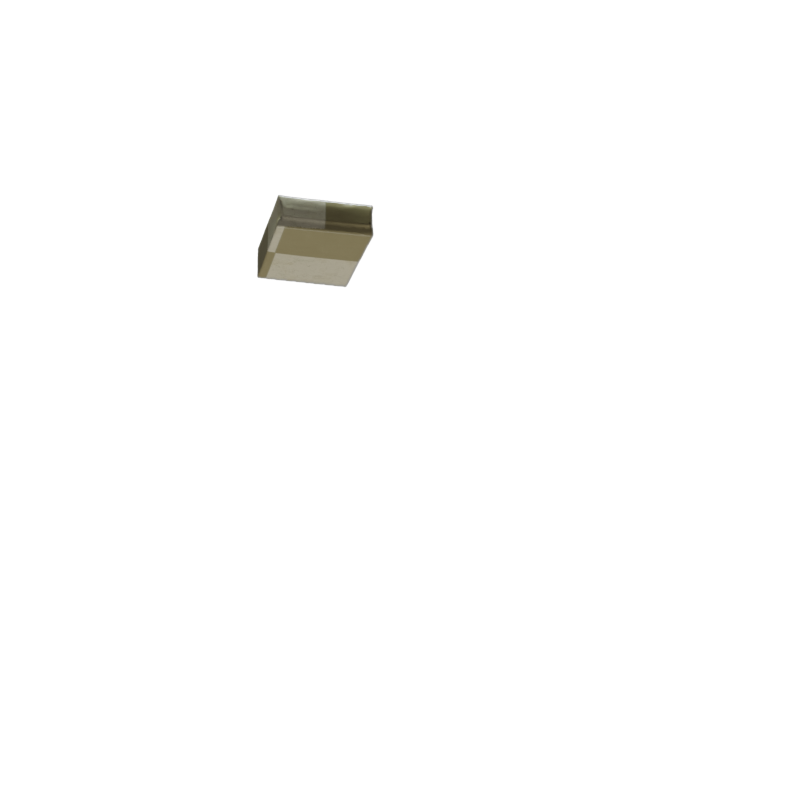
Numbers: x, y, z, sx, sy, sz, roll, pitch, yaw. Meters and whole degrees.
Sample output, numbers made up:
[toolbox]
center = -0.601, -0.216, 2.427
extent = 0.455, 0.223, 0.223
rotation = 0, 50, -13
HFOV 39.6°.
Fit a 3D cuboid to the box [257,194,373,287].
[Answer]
[box]
center = -0.066, -0.121, 0.844
extent = 0.072, 0.032, 0.086
rotation = 5, -24, -13
